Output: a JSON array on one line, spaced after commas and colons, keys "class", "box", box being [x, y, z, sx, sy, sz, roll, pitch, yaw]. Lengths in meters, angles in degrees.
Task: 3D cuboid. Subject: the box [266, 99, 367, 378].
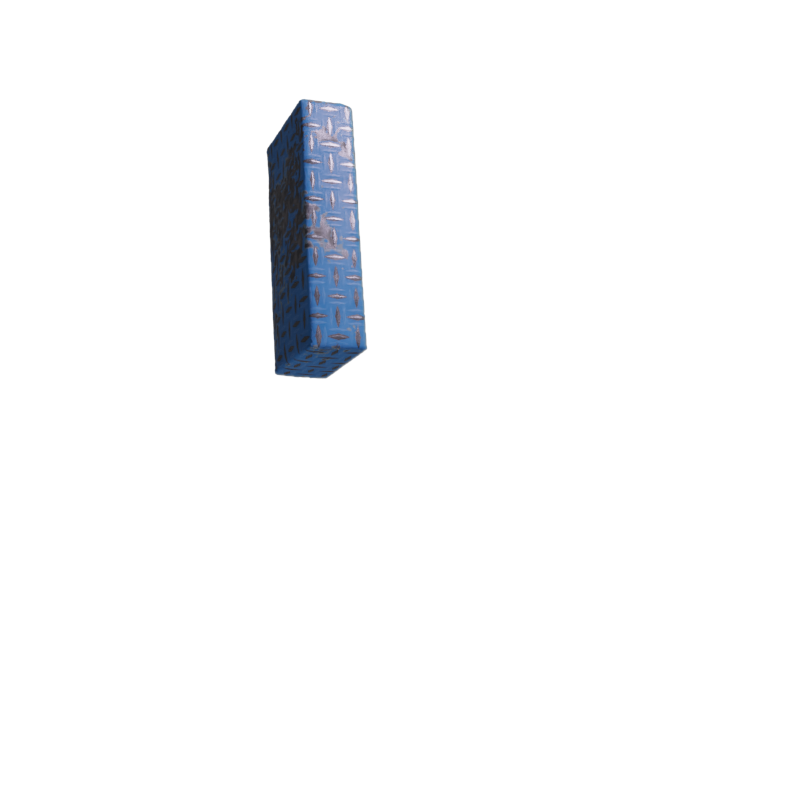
[{"class": "box", "box": [-0.060, -0.111, 0.774, 0.047, 0.184, 0.092, 5, -18, -20]}]
